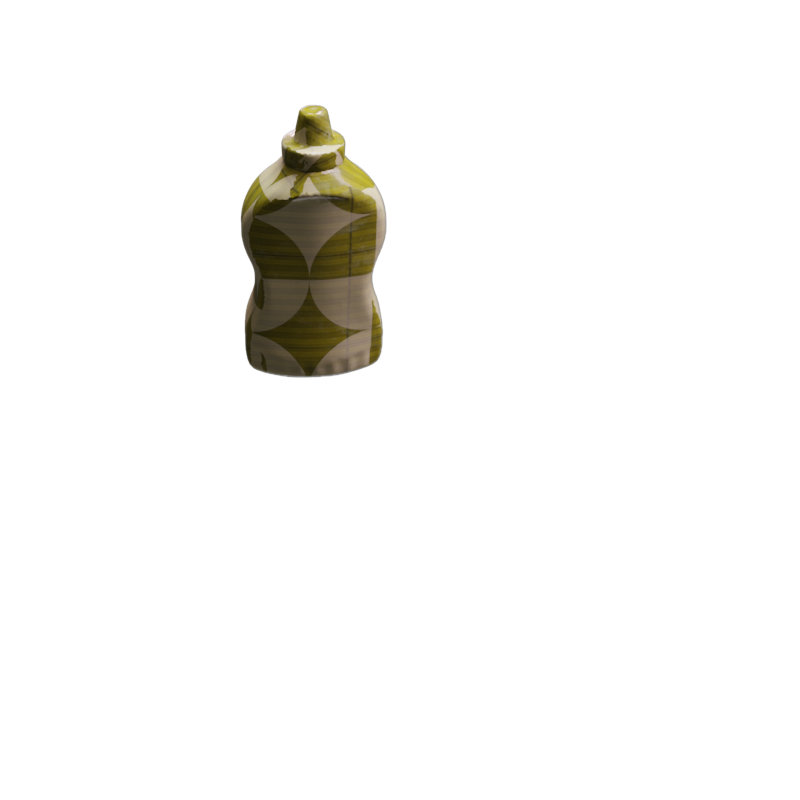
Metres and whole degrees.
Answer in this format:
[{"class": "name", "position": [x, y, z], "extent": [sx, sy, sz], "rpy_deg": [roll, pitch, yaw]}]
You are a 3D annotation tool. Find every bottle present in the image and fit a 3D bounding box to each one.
[{"class": "bottle", "position": [-0.058, -0.106, 0.740], "extent": [0.095, 0.180, 0.063], "rpy_deg": [-1, 35, -5]}]
